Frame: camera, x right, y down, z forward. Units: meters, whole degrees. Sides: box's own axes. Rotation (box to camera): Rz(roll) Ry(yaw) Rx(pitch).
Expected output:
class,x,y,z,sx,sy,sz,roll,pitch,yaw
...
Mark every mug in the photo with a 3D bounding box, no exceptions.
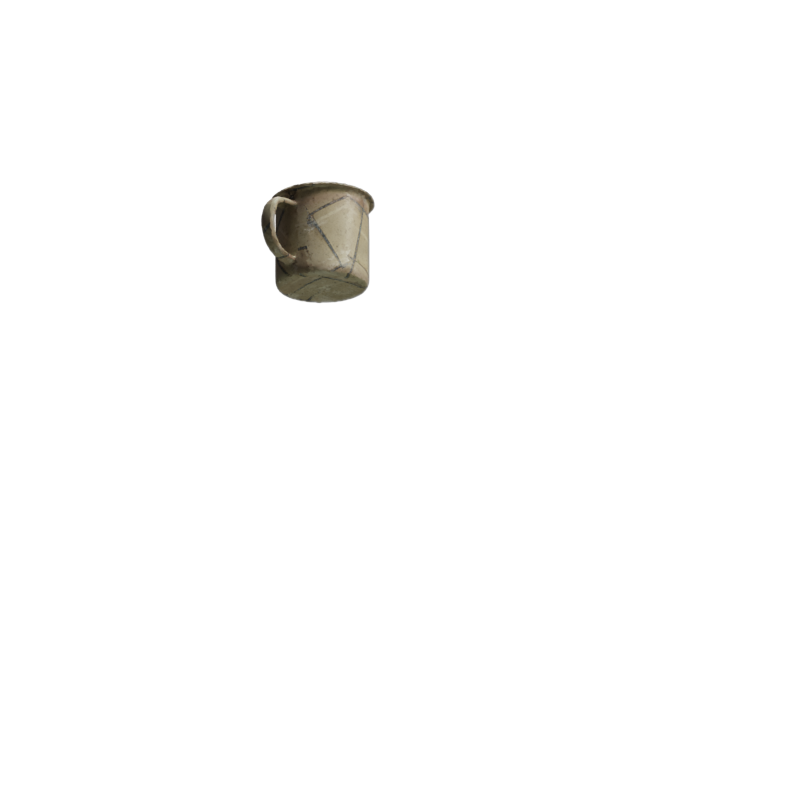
class,x,y,z,sx,sy,sz,roll,pitch,yaw
mug,-0.075,-0.137,0.959,0.095,0.085,0.110,-14,-22,36
